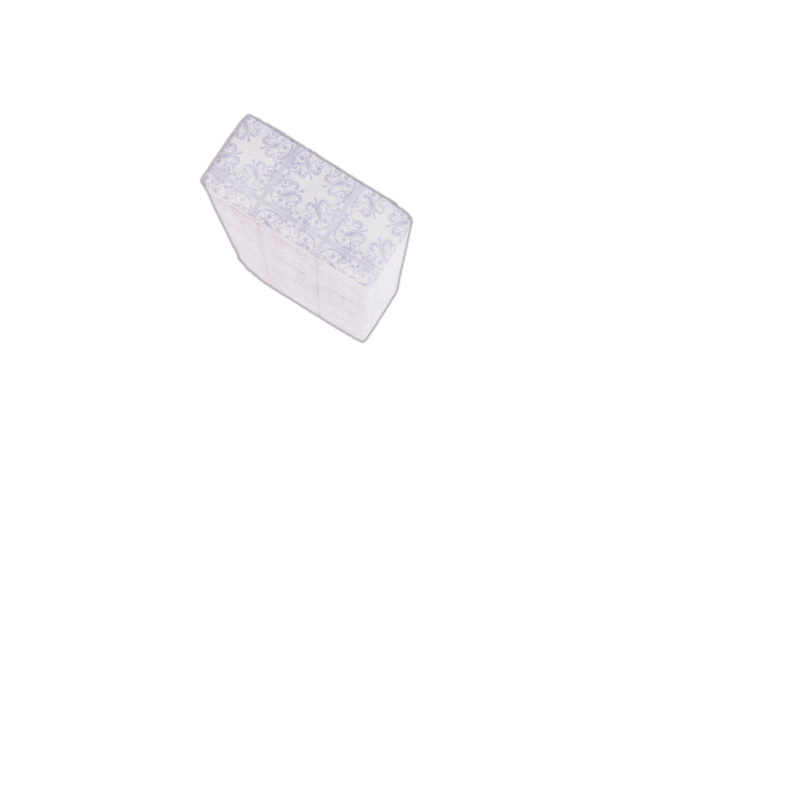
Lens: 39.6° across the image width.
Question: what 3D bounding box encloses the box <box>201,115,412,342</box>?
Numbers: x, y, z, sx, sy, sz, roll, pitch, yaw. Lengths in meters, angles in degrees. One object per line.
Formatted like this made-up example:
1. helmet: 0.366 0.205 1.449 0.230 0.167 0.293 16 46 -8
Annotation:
1. box: -0.045 -0.083 0.578 0.095 0.049 0.172 33 -8 2
